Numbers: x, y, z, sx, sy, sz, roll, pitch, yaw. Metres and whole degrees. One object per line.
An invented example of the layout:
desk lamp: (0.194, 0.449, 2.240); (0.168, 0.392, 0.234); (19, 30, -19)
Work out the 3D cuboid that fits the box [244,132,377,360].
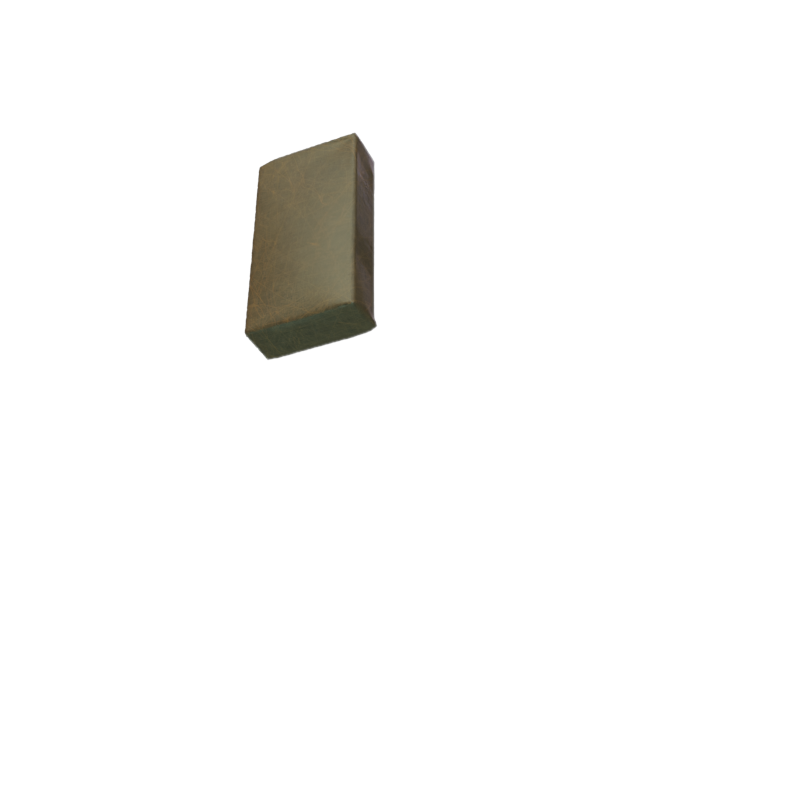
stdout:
box: (-0.068, -0.124, 0.866); (0.094, 0.189, 0.044); (-16, -38, 18)
